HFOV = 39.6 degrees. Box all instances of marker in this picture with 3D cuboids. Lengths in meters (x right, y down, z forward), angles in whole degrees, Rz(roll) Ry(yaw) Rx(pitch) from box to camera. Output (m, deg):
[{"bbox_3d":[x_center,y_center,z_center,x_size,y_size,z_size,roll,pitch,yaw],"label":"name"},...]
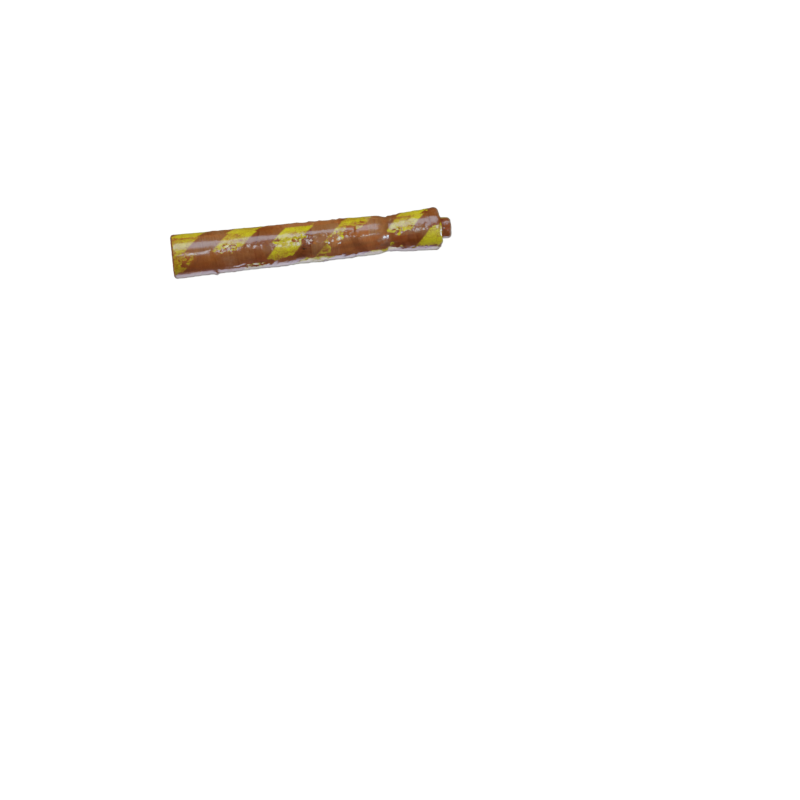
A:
[{"bbox_3d":[-0.037,-0.068,0.475,0.120,0.020,0.020,-7,5,-8],"label":"marker"}]
